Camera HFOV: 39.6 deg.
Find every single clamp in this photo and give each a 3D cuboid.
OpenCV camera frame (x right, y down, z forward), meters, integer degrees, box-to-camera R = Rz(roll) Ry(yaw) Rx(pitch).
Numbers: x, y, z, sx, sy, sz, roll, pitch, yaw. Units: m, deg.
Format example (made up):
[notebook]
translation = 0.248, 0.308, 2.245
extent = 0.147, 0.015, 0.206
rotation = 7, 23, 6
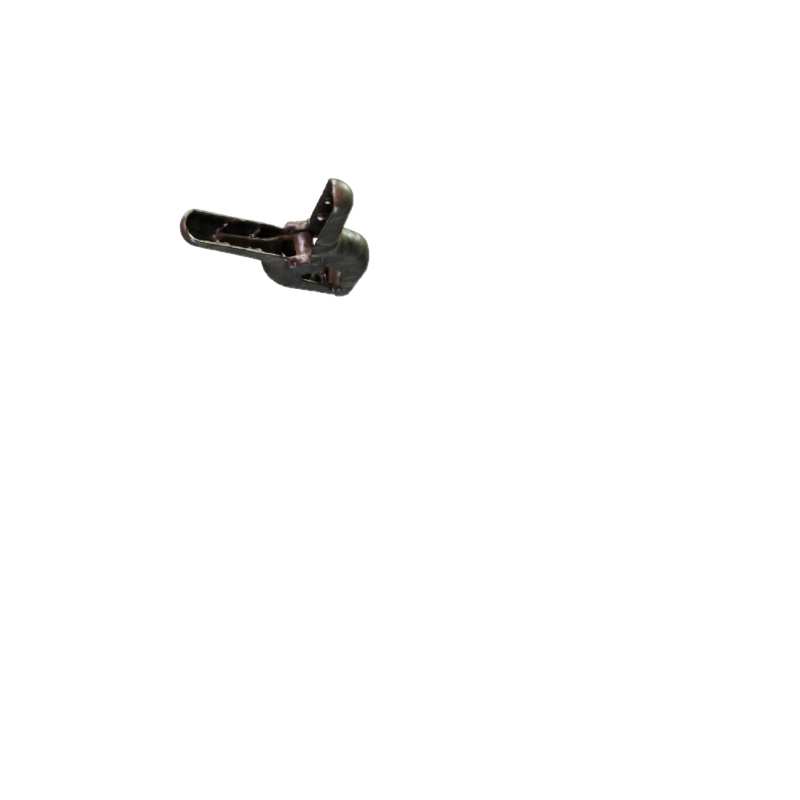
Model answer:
[clamp]
translation = -0.061, -0.112, 0.783
extent = 0.123, 0.040, 0.162
rotation = -5, -10, 27
